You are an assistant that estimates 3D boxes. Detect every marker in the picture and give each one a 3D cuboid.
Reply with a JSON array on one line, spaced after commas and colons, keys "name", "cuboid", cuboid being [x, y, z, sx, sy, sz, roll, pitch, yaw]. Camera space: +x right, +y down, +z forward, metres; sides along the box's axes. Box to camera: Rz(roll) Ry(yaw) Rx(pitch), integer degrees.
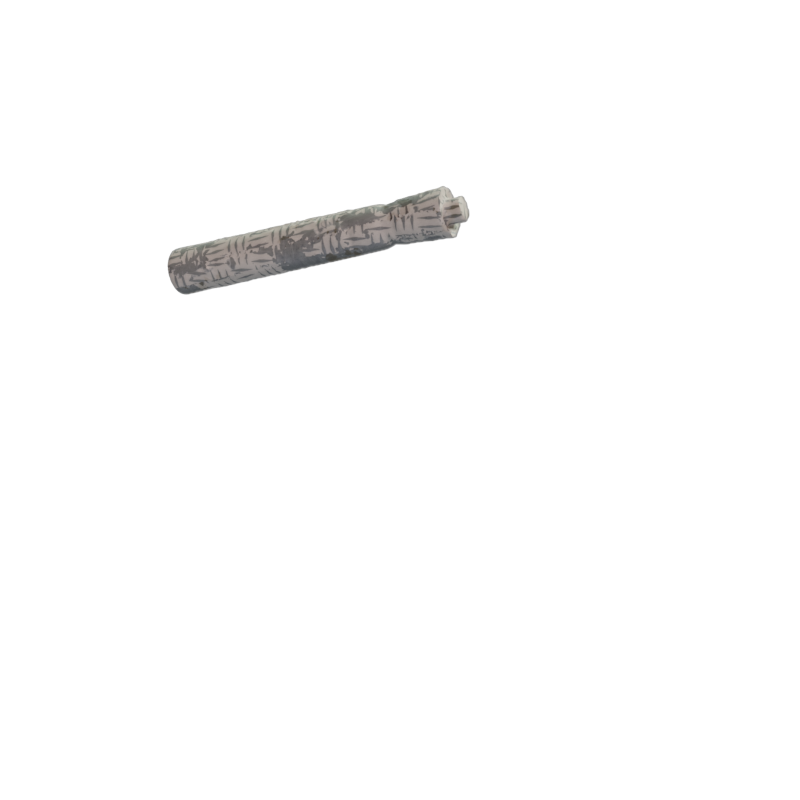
[{"name": "marker", "cuboid": [-0.032, -0.059, 0.414, 0.123, 0.020, 0.019, -9, 0, 26]}]
